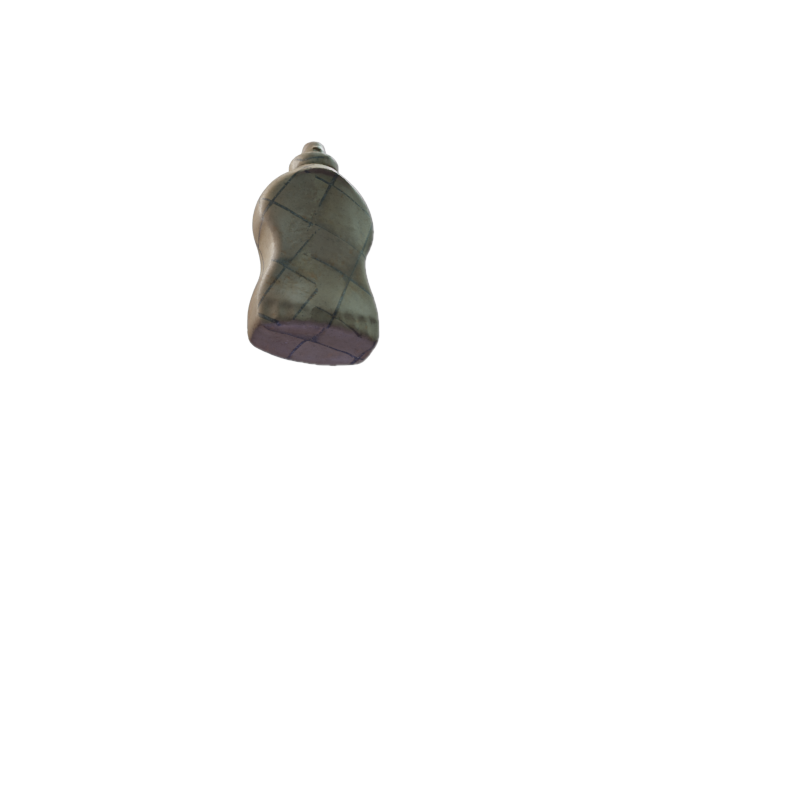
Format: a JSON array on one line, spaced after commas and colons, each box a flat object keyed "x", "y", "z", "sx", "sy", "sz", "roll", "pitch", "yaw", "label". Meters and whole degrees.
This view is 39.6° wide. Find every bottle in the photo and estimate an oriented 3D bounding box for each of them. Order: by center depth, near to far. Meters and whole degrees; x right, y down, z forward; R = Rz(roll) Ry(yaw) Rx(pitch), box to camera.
[{"x": -0.067, "y": -0.124, "z": 0.864, "sx": 0.094, "sy": 0.205, "sz": 0.056, "roll": 8, "pitch": -35, "yaw": -16, "label": "bottle"}]
